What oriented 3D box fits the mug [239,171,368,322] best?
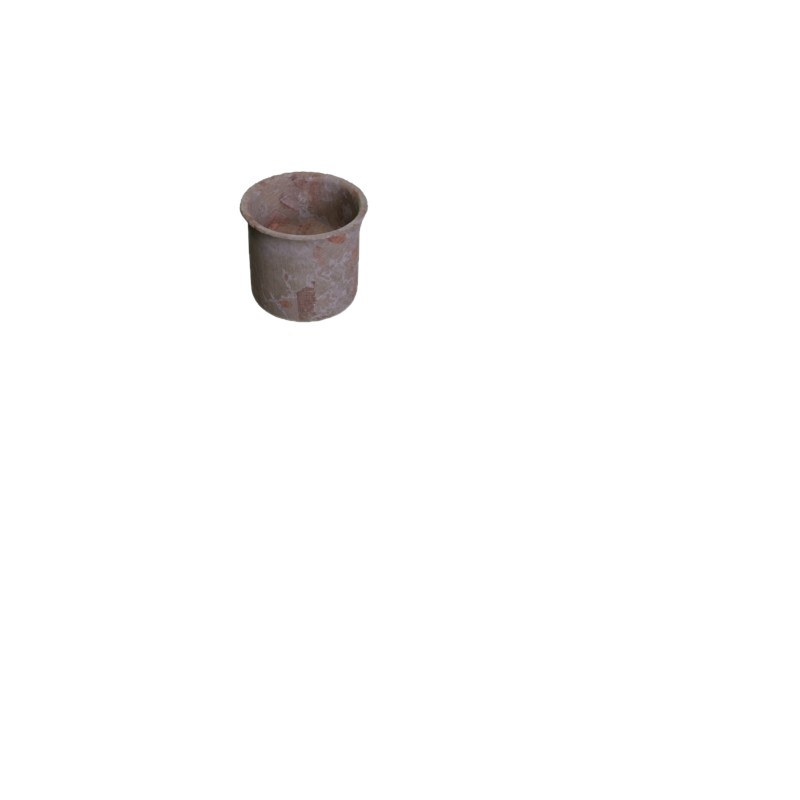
[{"bbox_3d":[-0.065,-0.119,0.833,0.098,0.076,0.119,22,43,24],"label":"mug"}]
